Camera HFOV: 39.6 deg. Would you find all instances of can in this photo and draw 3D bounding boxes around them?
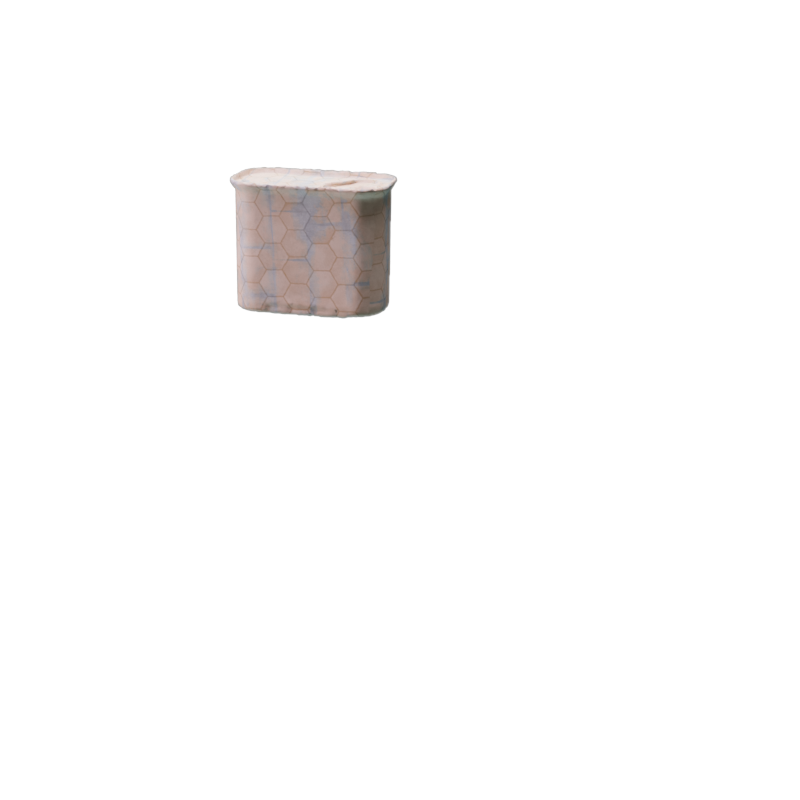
[{"bbox_3d":[-0.055,-0.100,0.703,0.104,0.081,0.058,5,17,13],"label":"can"}]
